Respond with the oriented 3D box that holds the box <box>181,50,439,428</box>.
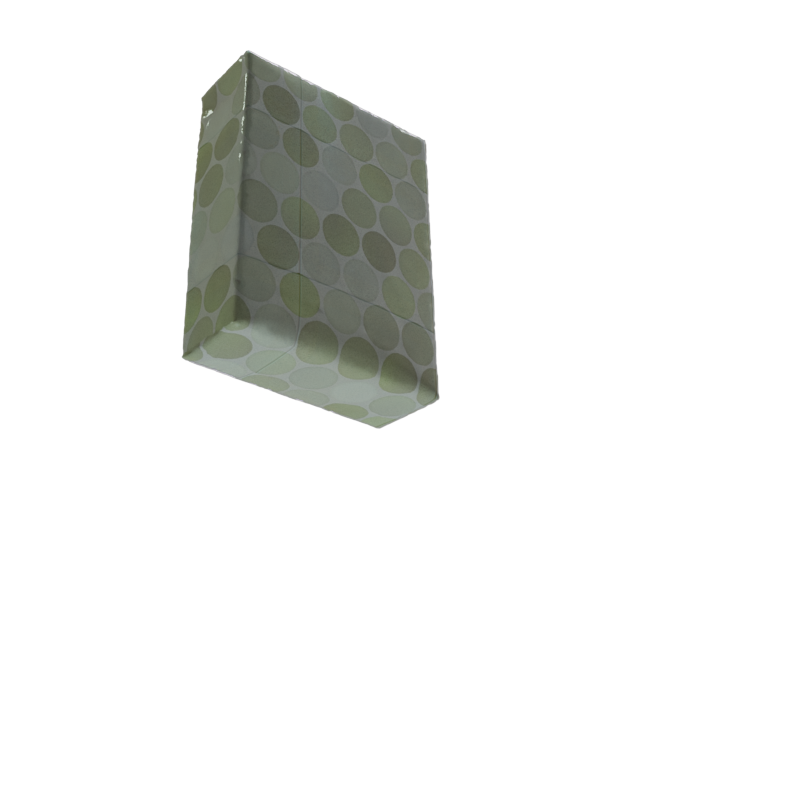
[{"bbox_3d":[-0.059,-0.107,0.749,0.155,0.228,0.071,20,-38,-33],"label":"box"}]
